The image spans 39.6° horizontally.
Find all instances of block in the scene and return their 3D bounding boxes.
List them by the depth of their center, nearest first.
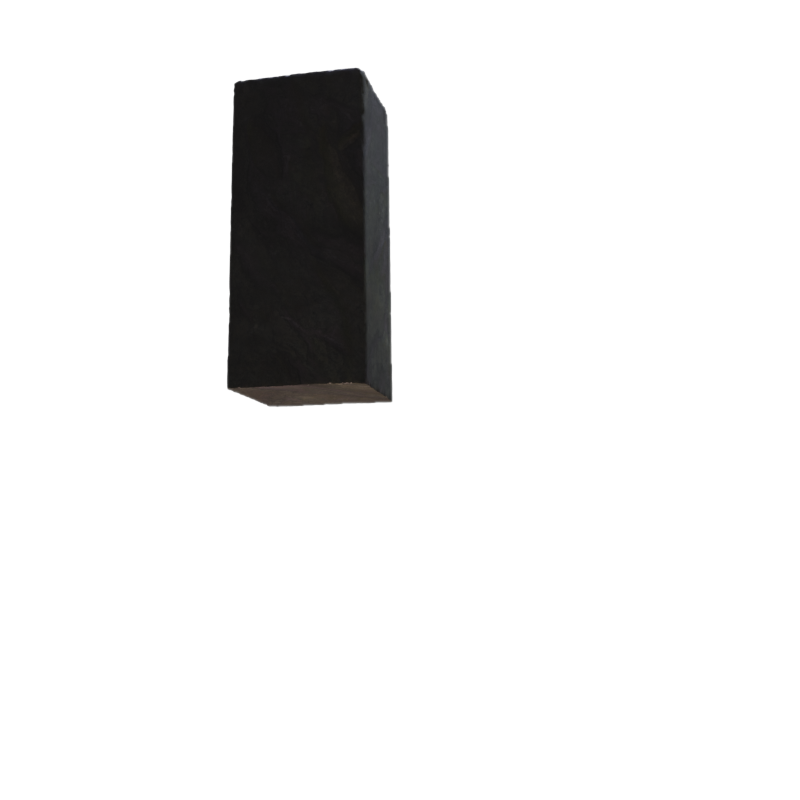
[{"bbox_3d":[-0.057,-0.106,0.740,0.091,0.214,0.086,-4,-15,13],"label":"block"}]
